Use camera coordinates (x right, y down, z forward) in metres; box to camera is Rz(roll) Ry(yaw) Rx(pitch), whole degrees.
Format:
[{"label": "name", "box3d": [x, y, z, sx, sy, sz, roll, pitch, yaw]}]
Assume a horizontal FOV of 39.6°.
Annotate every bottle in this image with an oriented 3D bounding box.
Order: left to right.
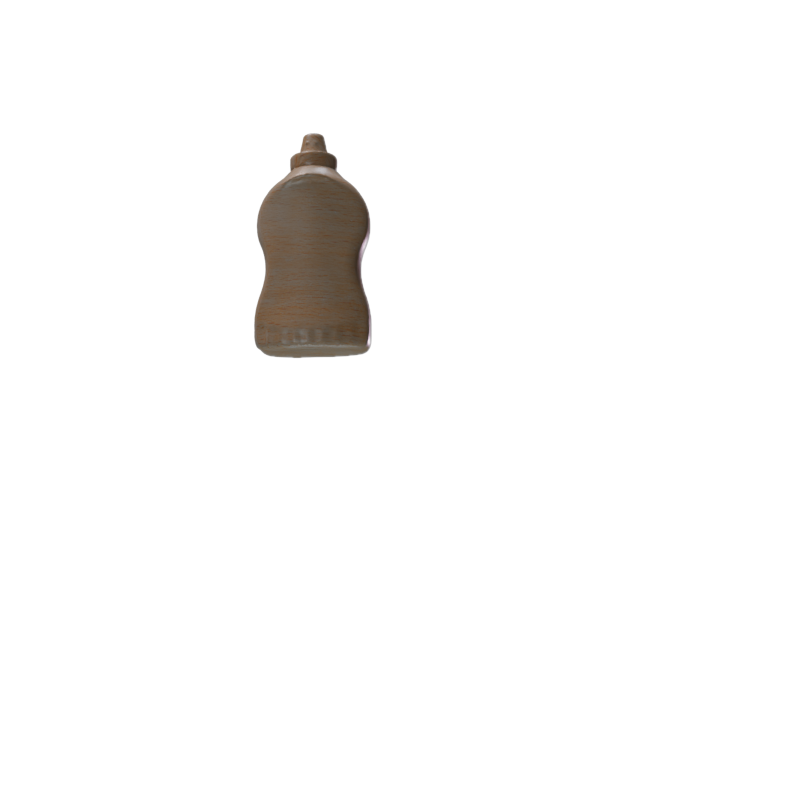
[{"label": "bottle", "box3d": [-0.074, -0.134, 0.942, 0.097, 0.199, 0.056, -3, -14, 8]}]
